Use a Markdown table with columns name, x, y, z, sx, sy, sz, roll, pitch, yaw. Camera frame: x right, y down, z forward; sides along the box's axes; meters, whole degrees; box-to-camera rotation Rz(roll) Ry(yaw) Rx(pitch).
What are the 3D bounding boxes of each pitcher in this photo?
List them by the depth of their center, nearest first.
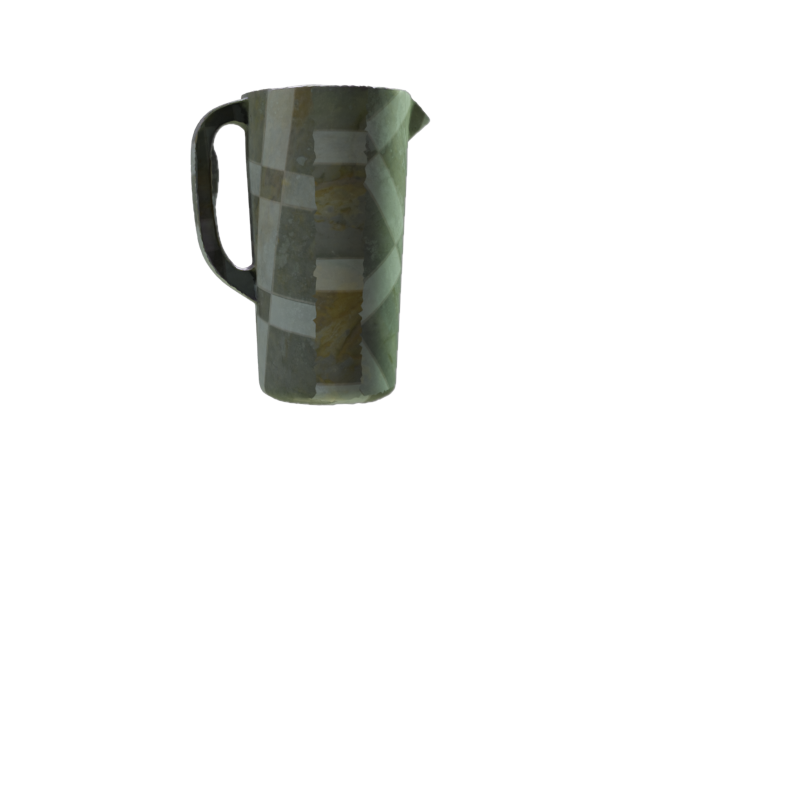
| name | x | y | z | sx | sy | sz | roll | pitch | yaw |
| --- | --- | --- | --- | --- | --- | --- | --- | --- | --- |
| pitcher | -0.068 | -0.123 | 0.865 | 0.154 | 0.242 | 0.141 | 2 | 4 | 28 |
